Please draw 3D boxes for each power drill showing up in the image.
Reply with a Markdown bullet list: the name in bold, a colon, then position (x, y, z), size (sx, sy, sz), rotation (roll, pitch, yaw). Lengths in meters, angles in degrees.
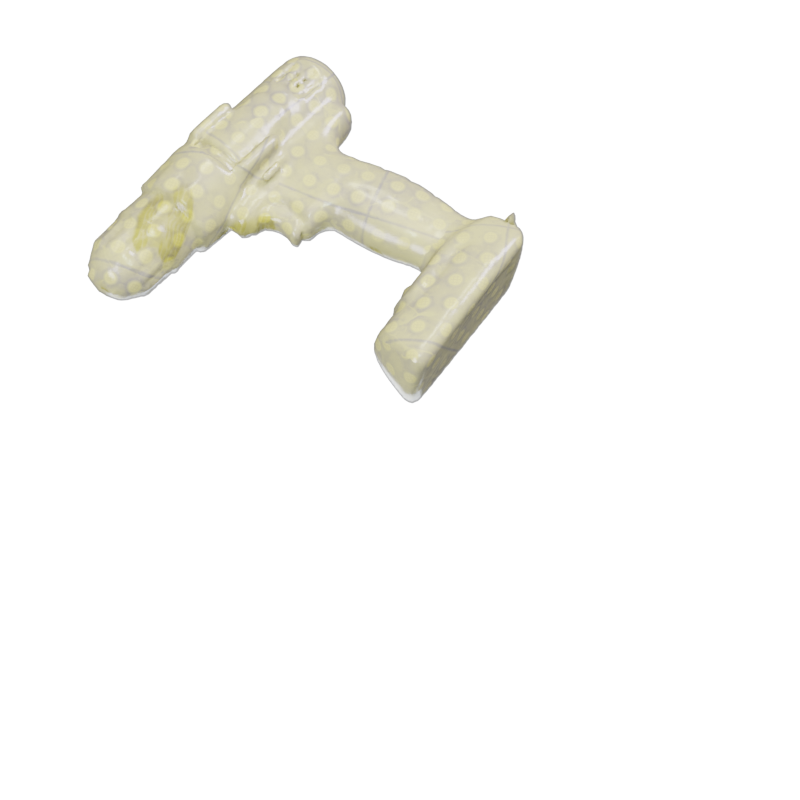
- **power drill**: position (-0.046, -0.084, 0.587), size (0.196, 0.188, 0.054), rotation (35, -22, 17)
